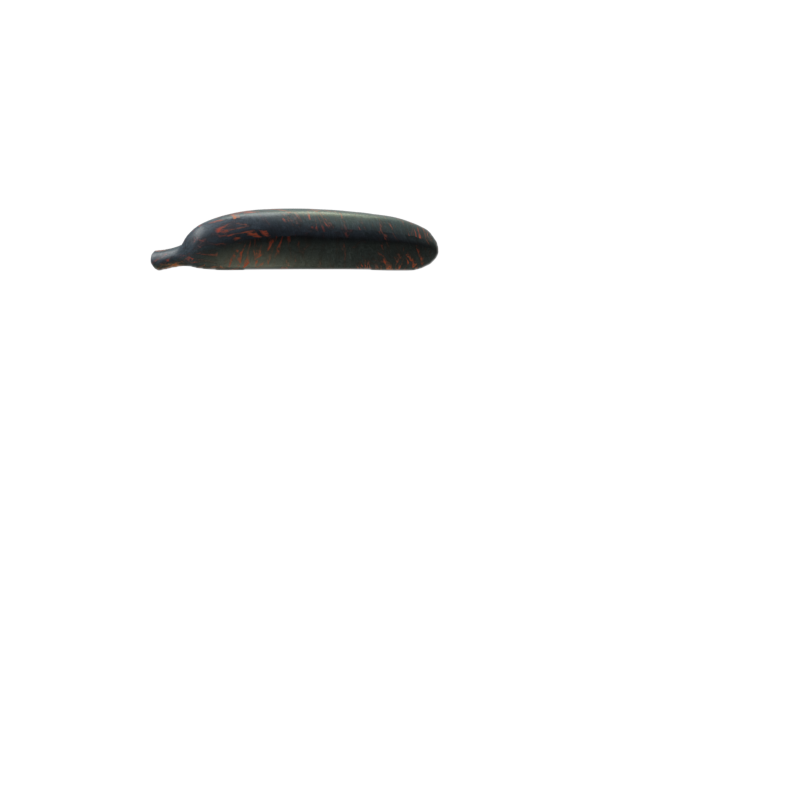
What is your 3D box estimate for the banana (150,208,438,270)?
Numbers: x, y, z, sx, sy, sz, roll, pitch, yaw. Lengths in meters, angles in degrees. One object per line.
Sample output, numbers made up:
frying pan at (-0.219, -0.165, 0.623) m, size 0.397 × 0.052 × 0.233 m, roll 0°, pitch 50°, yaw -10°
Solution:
banana at (-0.049, -0.098, 0.679) m, size 0.192 × 0.037 × 0.072 m, roll -3°, pitch 5°, yaw -27°
